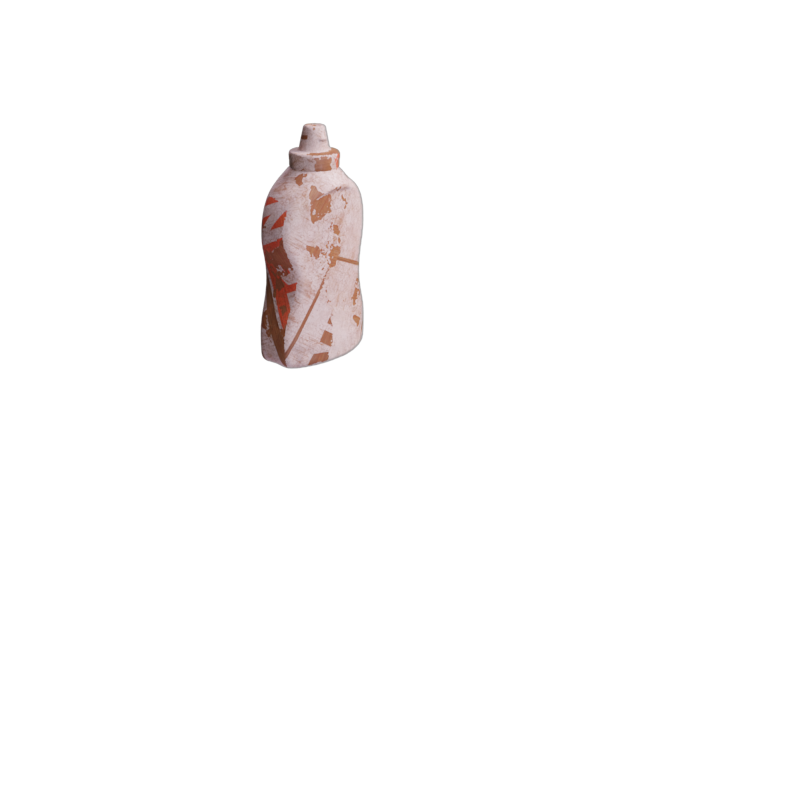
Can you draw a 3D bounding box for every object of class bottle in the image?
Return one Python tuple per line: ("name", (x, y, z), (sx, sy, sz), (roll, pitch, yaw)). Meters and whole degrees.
("bottle", (-0.070, -0.128, 0.897), (0.062, 0.184, 0.094), (16, 23, 41))
